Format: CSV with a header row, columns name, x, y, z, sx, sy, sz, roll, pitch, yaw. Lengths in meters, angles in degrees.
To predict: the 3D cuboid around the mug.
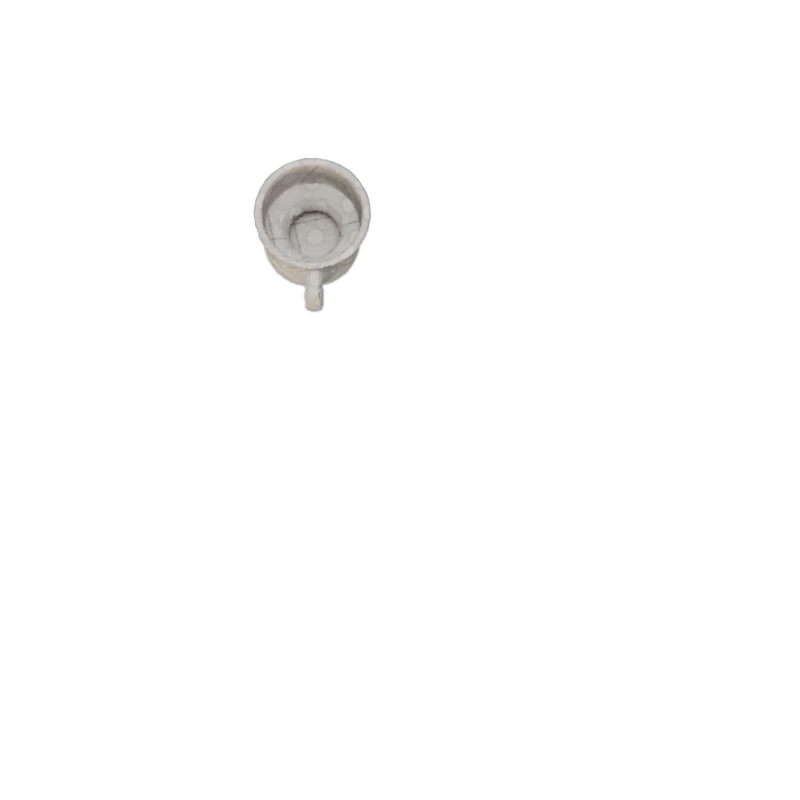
name,x,y,z,sx,sy,sz,roll,pitch,yaw
mug,-0.071,-0.130,0.913,0.093,0.122,0.079,-5,-15,-3
